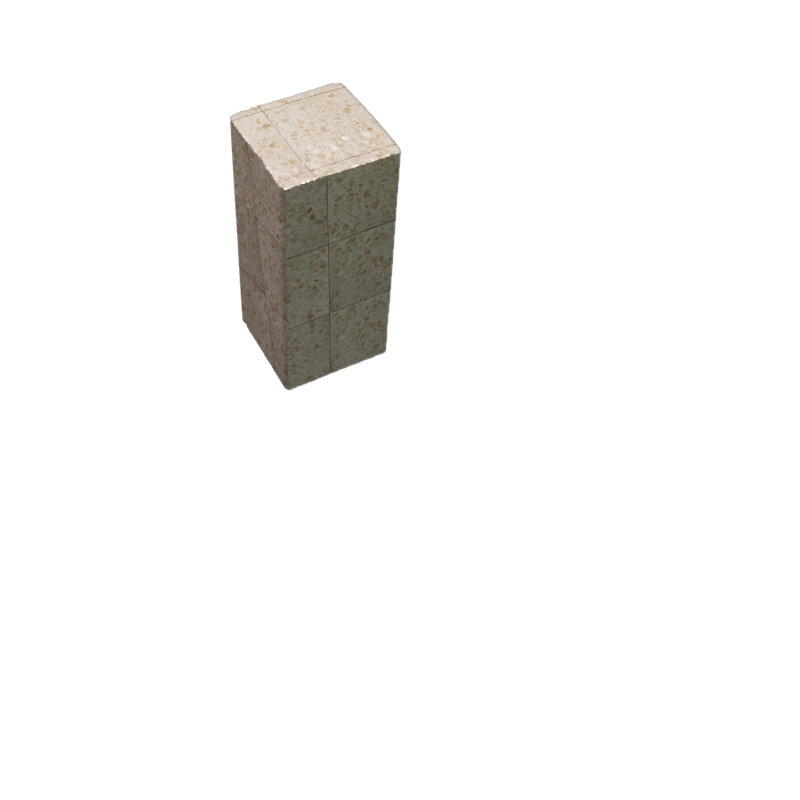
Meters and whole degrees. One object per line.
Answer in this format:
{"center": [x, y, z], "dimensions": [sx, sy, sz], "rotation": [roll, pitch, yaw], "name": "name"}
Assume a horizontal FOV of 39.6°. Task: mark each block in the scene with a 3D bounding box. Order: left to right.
{"center": [-0.064, -0.117, 0.818], "dimensions": [0.090, 0.097, 0.192], "rotation": [-21, -37, -21], "name": "block"}
